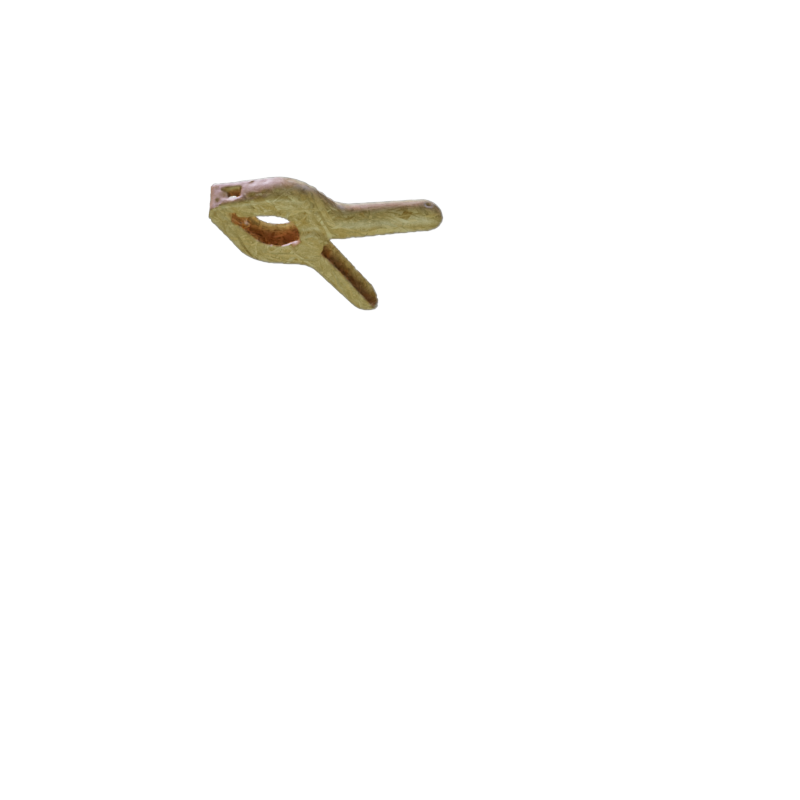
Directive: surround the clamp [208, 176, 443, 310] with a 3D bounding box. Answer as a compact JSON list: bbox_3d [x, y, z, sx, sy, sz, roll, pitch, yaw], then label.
[{"bbox_3d":[-0.066,-0.120,0.843,0.168,0.042,0.114,12,-47,-11],"label":"clamp"}]
